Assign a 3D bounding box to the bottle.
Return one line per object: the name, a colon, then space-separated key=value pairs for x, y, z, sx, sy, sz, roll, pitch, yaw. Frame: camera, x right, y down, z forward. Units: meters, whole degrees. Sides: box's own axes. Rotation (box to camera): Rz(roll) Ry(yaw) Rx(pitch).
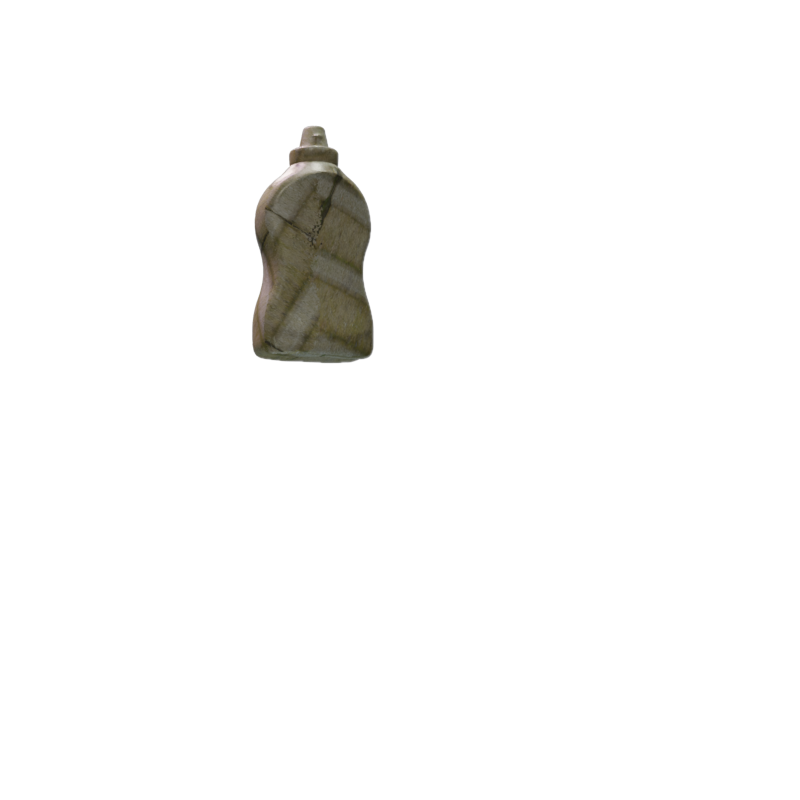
bottle: x=-0.070 y=-0.129 z=0.900 sx=0.093 sy=0.197 sz=0.058 roll=4 pitch=-12 yaw=-22
